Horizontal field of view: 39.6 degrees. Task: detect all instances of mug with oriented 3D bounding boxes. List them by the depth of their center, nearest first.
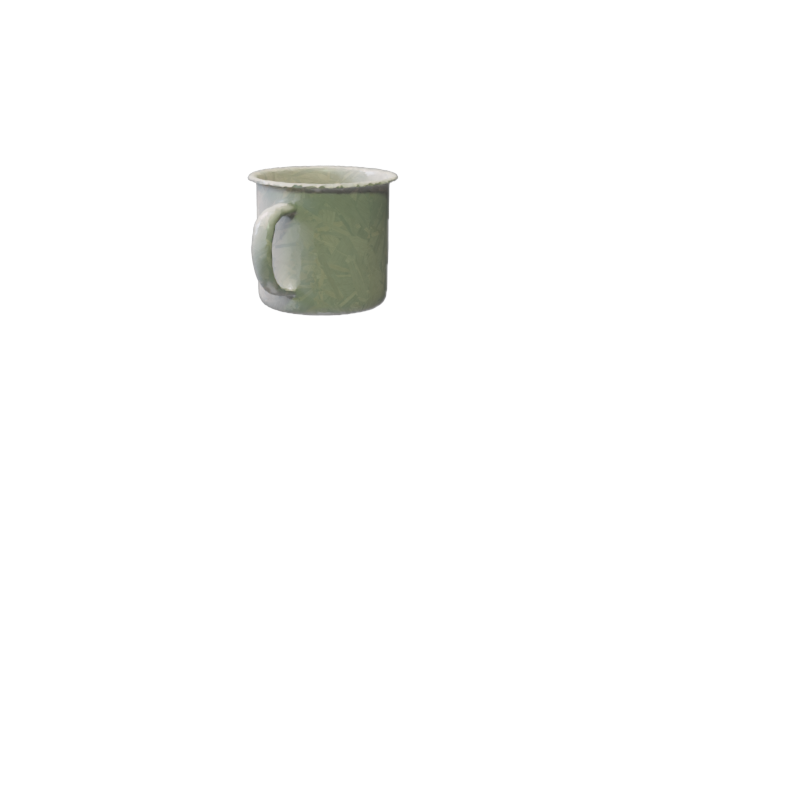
[{"bbox_3d":[-0.053,-0.097,0.683,0.097,0.079,0.117,8,18,25],"label":"mug"}]
